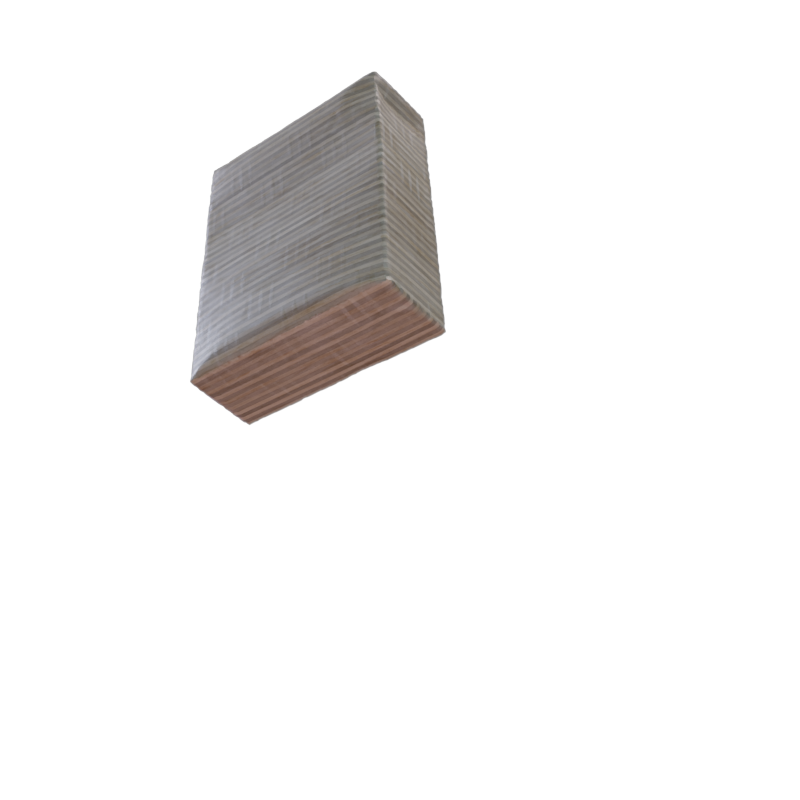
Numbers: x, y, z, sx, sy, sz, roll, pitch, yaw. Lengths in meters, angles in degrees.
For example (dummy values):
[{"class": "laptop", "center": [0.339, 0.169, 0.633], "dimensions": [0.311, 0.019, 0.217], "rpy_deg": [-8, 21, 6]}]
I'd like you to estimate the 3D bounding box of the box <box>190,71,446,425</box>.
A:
[{"class": "box", "center": [-0.061, -0.112, 0.782], "dimensions": [0.164, 0.230, 0.067], "rpy_deg": [-26, -45, 25]}]
